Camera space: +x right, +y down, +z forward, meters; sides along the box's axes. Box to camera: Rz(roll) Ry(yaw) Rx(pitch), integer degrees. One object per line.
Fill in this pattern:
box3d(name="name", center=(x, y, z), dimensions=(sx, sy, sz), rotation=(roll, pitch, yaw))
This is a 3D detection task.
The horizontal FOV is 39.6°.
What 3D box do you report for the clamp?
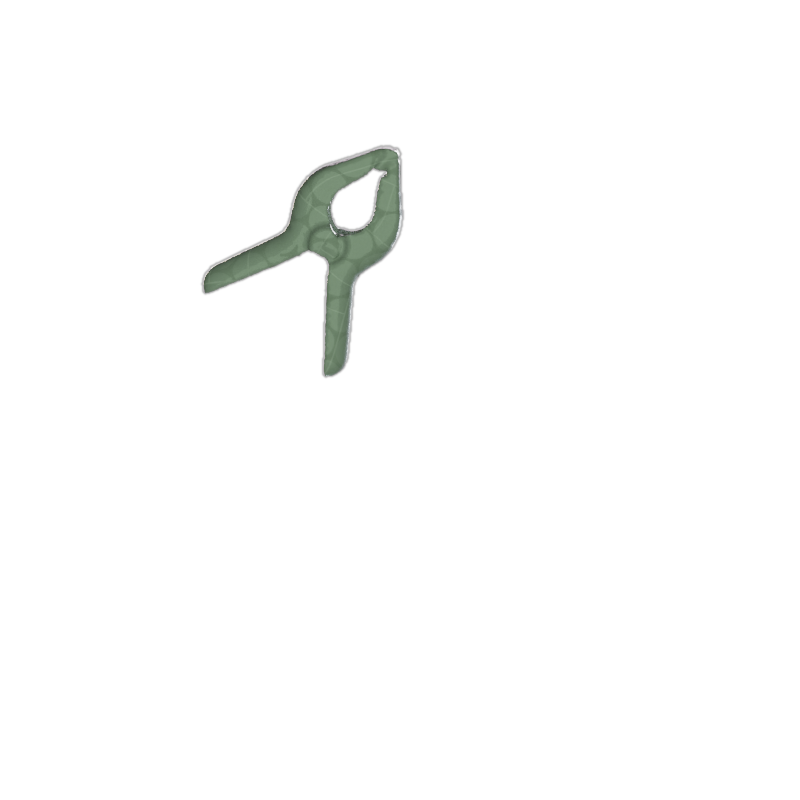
box3d(name="clamp", center=(-0.062, -0.114, 0.795), dimensions=(0.119, 0.169, 0.040), rotation=(26, 9, -5))
